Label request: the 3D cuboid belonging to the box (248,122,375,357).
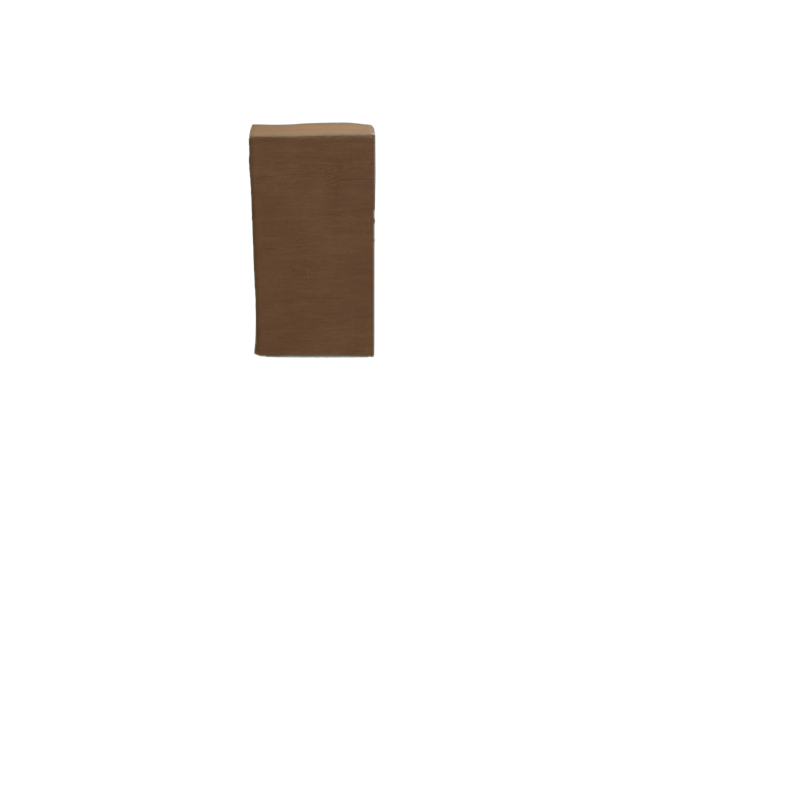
[{"bbox_3d":[-0.065,-0.119,0.834,0.093,0.169,0.050,1,18,-2],"label":"box"}]
